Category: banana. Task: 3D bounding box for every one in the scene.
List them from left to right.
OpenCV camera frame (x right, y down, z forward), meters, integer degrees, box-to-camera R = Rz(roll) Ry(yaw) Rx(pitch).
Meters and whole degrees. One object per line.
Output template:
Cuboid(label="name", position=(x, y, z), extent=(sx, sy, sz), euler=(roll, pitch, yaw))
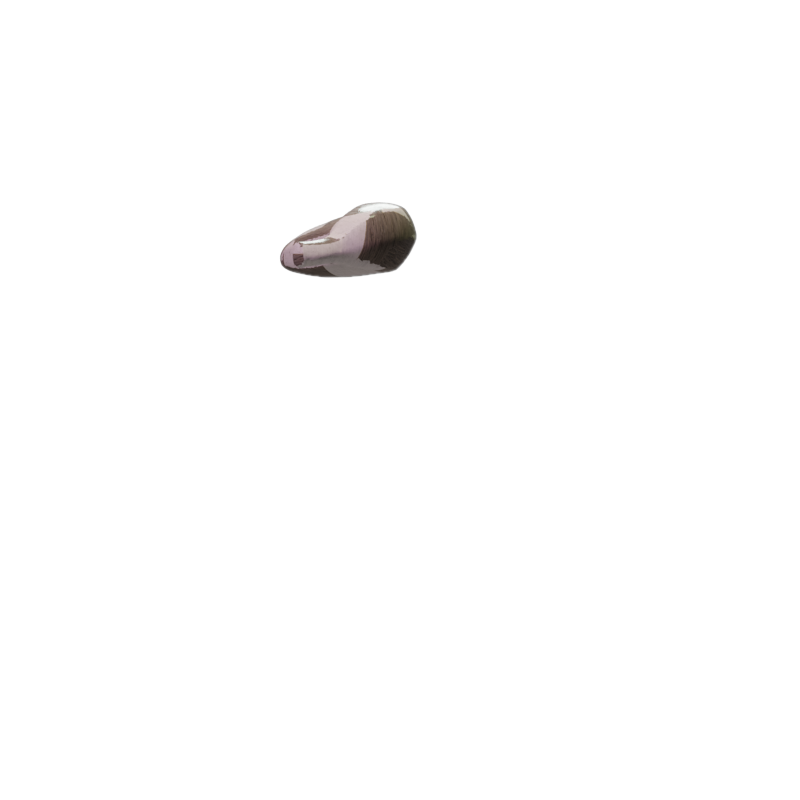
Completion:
Cuboid(label="banana", position=(-0.029, -0.088, 0.615), extent=(0.069, 0.037, 0.199), euler=(0, 4, -7))
